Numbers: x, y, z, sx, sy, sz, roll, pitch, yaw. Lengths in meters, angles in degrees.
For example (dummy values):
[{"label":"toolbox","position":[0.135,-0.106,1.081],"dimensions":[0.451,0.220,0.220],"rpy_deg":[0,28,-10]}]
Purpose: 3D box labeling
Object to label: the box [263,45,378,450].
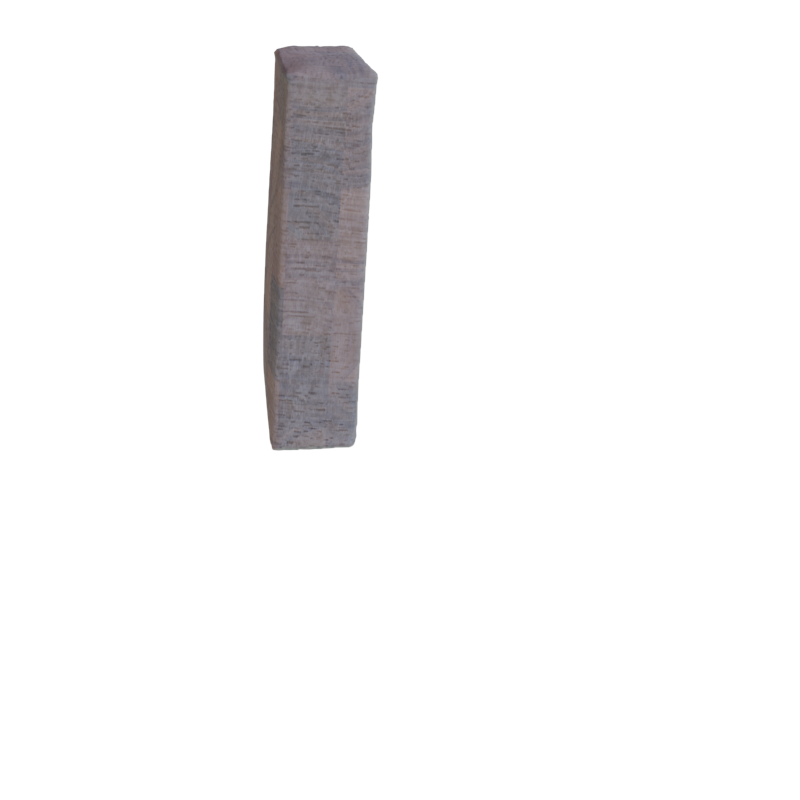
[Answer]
[{"label":"box","position":[-0.042,-0.075,0.527],"dimensions":[0.048,0.169,0.098],"rpy_deg":[-1,19,-8]}]
